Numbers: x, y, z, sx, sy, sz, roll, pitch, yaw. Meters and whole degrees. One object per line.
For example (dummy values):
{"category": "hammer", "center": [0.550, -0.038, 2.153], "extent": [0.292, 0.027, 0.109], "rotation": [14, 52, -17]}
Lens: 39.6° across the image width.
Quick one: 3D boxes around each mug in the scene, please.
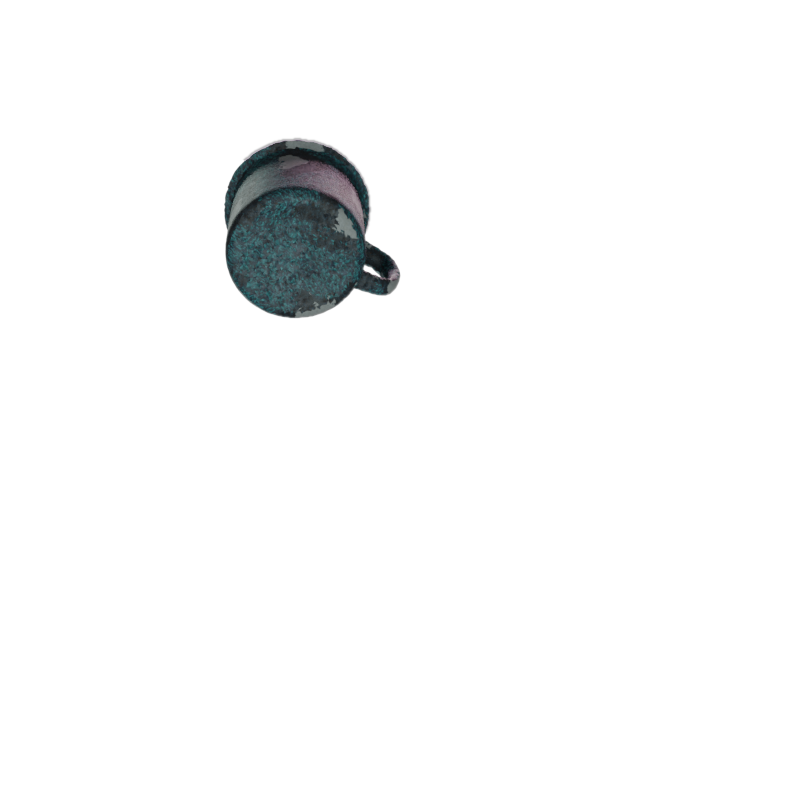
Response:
{"category": "mug", "center": [-0.053, -0.096, 0.671], "extent": [0.114, 0.091, 0.086], "rotation": [29, 21, -14]}
